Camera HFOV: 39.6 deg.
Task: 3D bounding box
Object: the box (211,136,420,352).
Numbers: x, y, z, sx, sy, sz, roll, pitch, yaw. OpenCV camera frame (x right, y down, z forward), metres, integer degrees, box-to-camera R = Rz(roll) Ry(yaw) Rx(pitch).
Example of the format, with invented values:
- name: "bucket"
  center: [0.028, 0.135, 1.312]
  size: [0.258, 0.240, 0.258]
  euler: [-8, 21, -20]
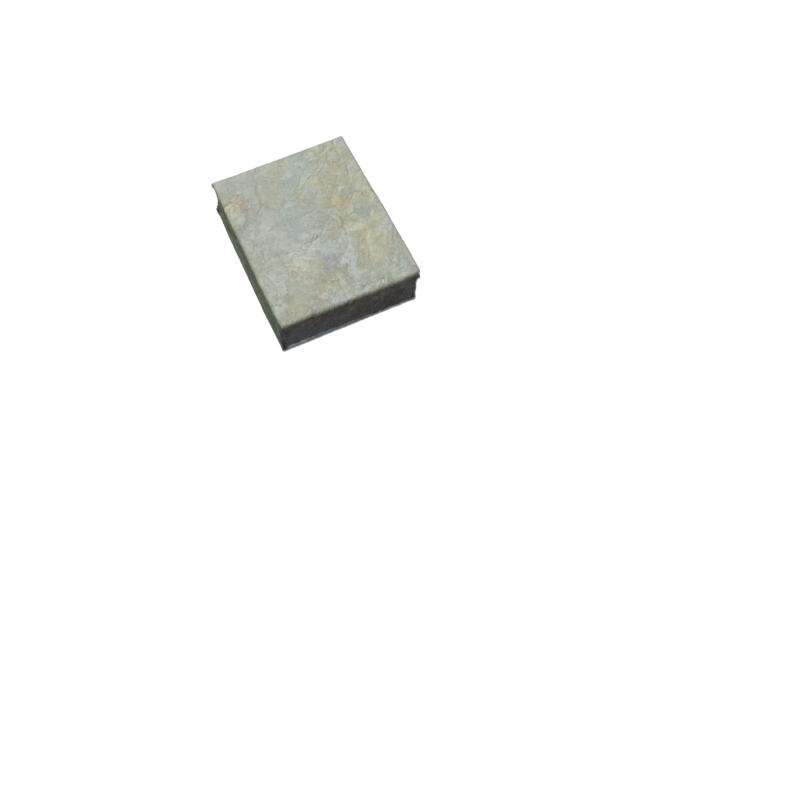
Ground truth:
- name: "box"
  center: [-0.053, -0.097, 0.676]
  size: [0.089, 0.121, 0.036]
  euler: [-22, -28, -13]
